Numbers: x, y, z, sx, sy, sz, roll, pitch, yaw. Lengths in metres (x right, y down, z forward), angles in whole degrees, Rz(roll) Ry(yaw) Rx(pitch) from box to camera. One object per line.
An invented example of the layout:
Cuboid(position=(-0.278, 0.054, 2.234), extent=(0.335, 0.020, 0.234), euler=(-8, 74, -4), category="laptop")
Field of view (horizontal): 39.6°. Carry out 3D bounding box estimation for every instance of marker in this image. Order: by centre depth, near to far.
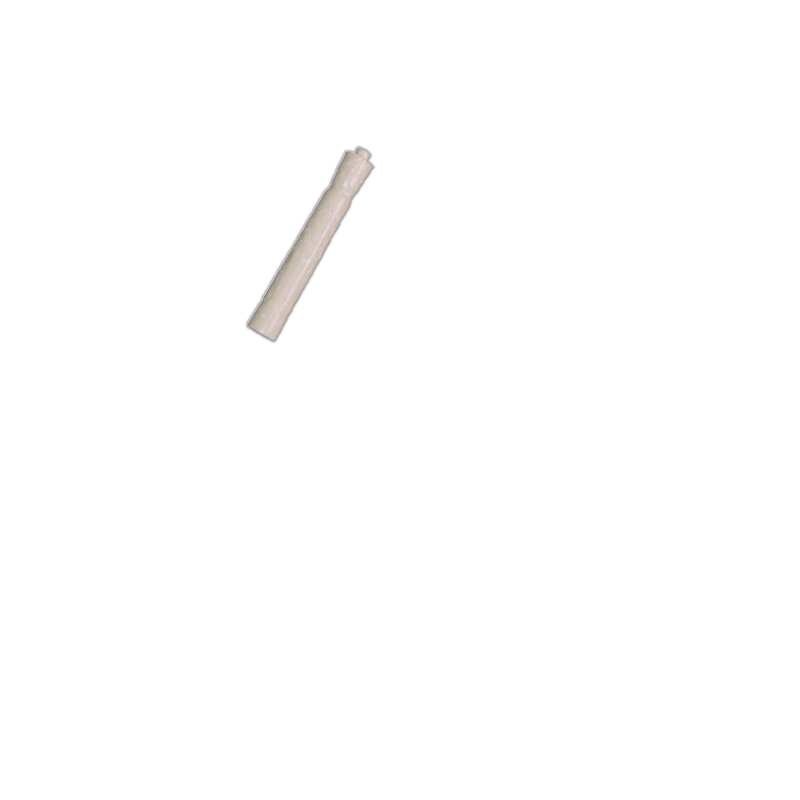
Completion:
Cuboid(position=(-0.049, -0.090, 0.630), extent=(0.020, 0.122, 0.019), euler=(29, -7, 0), category="marker")
